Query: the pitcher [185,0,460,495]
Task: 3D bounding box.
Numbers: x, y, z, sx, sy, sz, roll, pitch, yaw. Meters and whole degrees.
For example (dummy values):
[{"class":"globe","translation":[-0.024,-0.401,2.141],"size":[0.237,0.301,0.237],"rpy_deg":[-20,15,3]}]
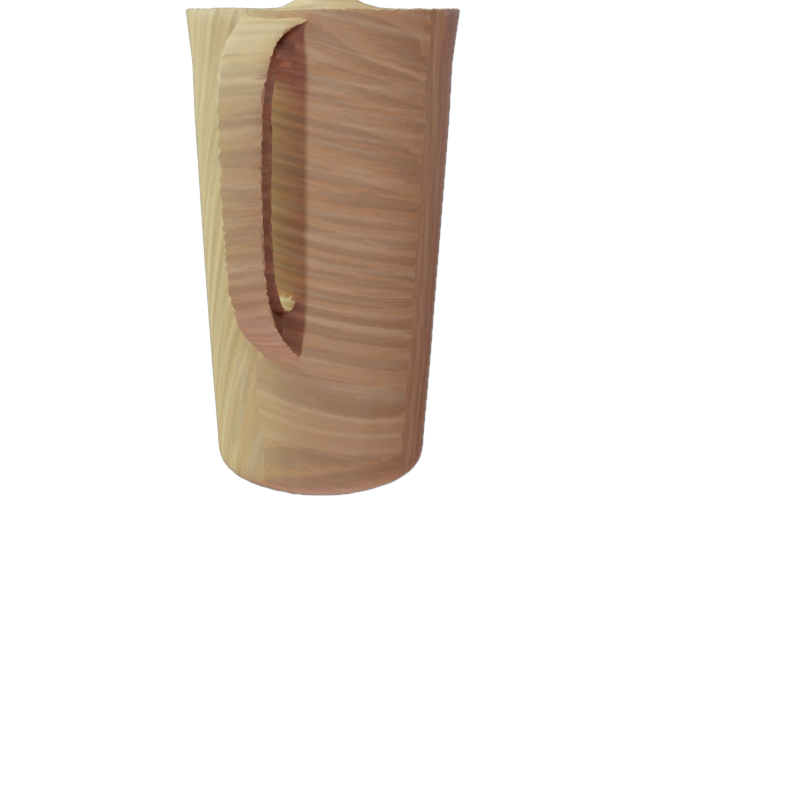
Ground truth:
[{"class":"pitcher","translation":[-0.043,-0.079,0.555],"size":[0.145,0.236,0.153],"rpy_deg":[-7,15,-29]}]
